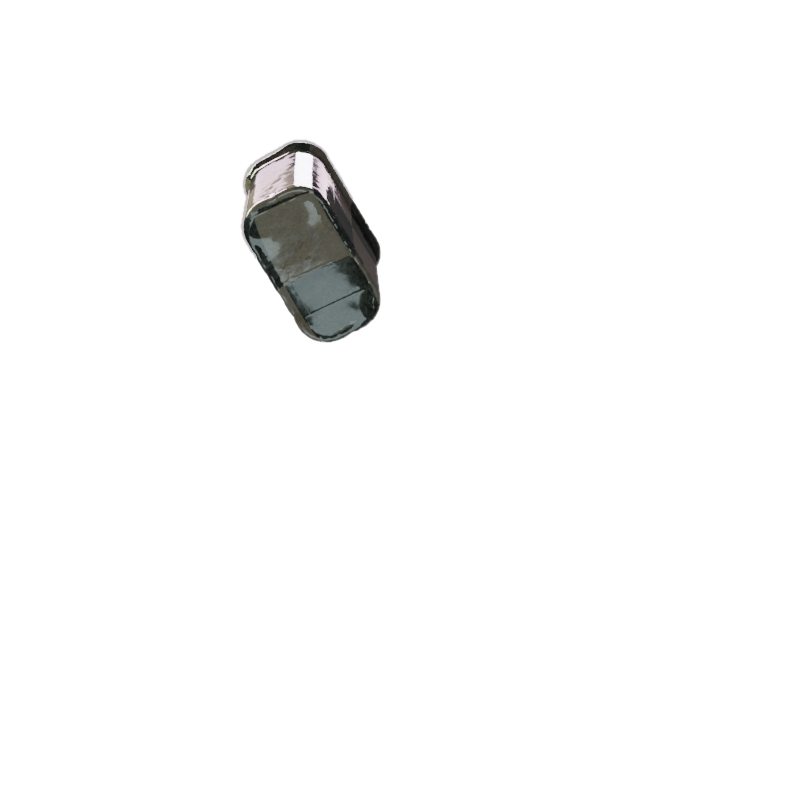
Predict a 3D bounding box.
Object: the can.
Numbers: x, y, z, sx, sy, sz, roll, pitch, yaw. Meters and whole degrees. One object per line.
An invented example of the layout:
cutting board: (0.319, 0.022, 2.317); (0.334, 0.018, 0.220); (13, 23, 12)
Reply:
can: (-0.052, -0.095, 0.668); (0.057, 0.097, 0.088); (-28, 22, 10)
